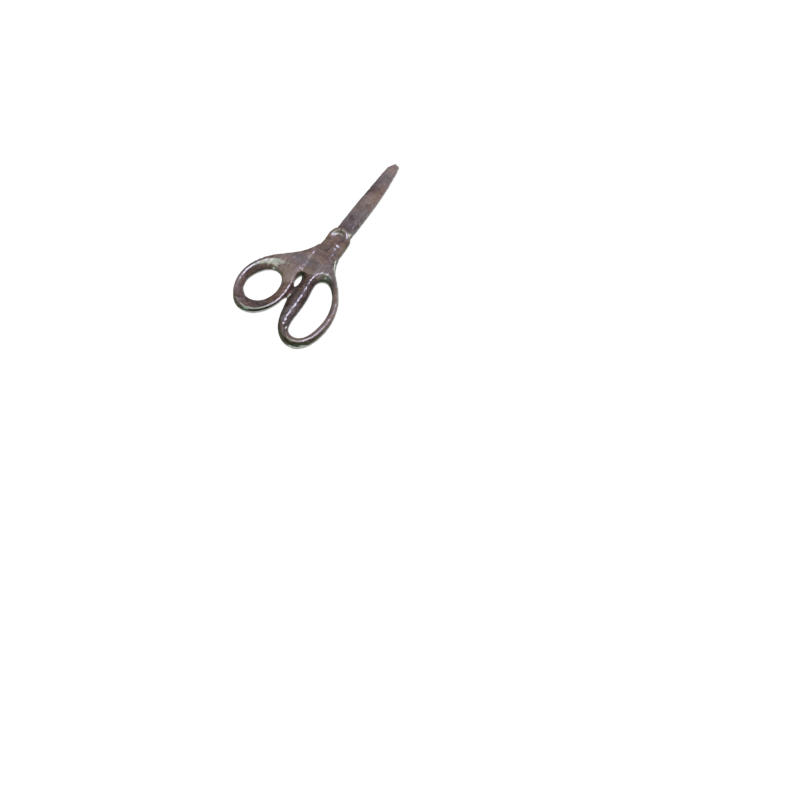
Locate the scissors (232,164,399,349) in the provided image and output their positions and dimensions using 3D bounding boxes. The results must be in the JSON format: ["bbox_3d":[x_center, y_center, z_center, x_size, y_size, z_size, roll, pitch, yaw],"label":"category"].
[{"bbox_3d":[-0.073,-0.133,0.930,0.098,0.212,0.015,13,-32,8],"label":"scissors"}]
